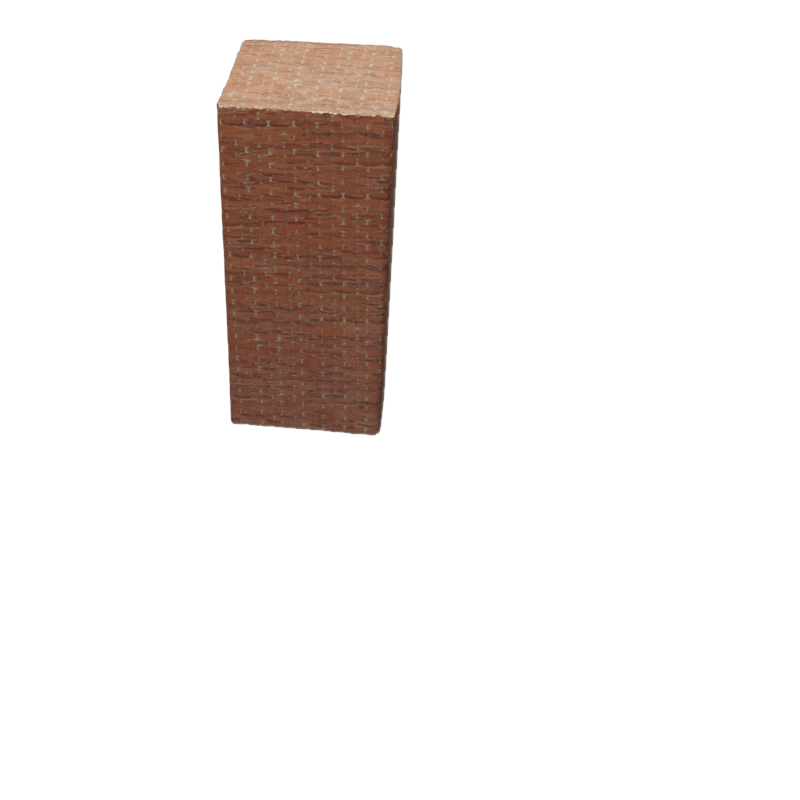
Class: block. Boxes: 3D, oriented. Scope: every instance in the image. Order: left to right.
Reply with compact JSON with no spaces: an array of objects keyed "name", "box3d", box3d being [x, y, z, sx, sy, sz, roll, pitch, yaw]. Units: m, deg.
[{"name":"block","box3d":[-0.049,-0.090,0.630,0.091,0.193,0.096,4,36,2]}]
